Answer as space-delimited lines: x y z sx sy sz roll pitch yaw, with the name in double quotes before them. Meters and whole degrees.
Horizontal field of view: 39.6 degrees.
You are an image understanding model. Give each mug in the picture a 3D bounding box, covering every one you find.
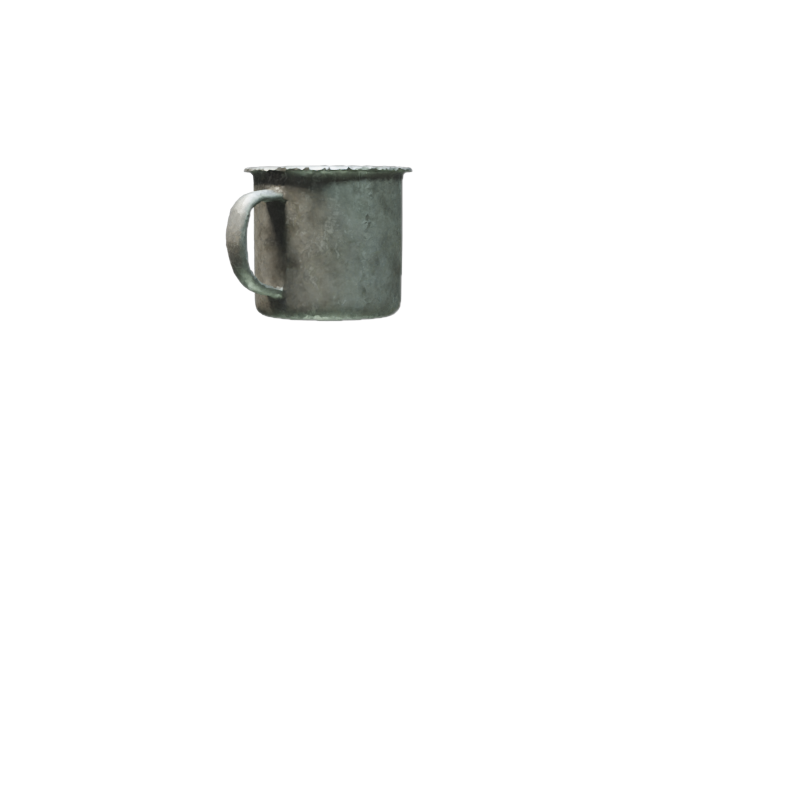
"mug" -0.047 -0.086 0.605 0.097 0.081 0.113 6 10 40
